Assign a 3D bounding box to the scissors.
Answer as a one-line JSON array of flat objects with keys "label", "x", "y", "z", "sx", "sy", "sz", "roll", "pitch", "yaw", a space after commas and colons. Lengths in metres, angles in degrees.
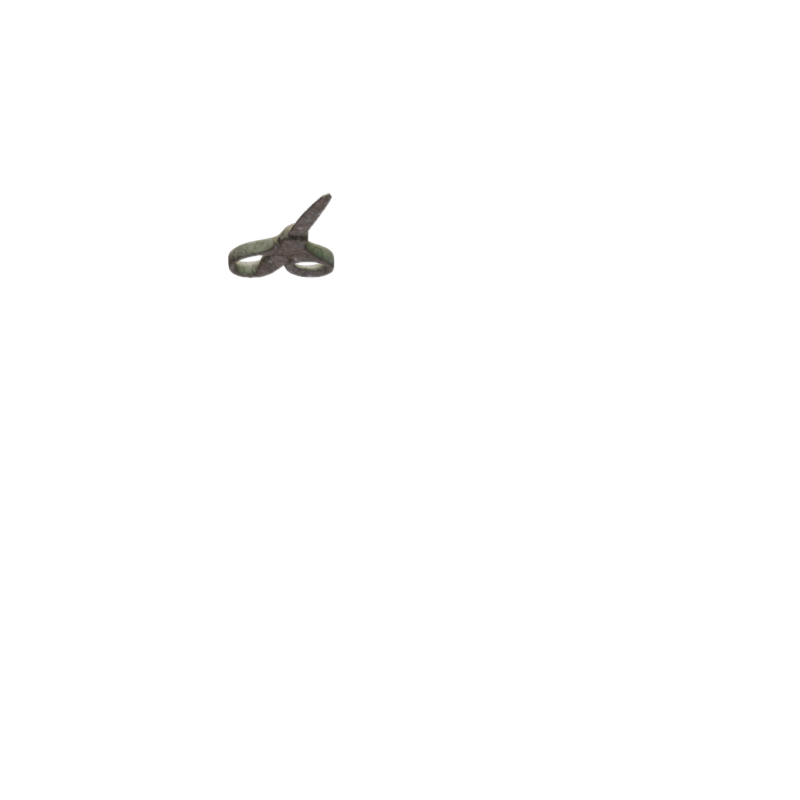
[{"label": "scissors", "x": -0.068, "y": -0.123, "z": 0.862, "sx": 0.092, "sy": 0.016, "sz": 0.204, "roll": 6, "pitch": -11, "yaw": -32}]
